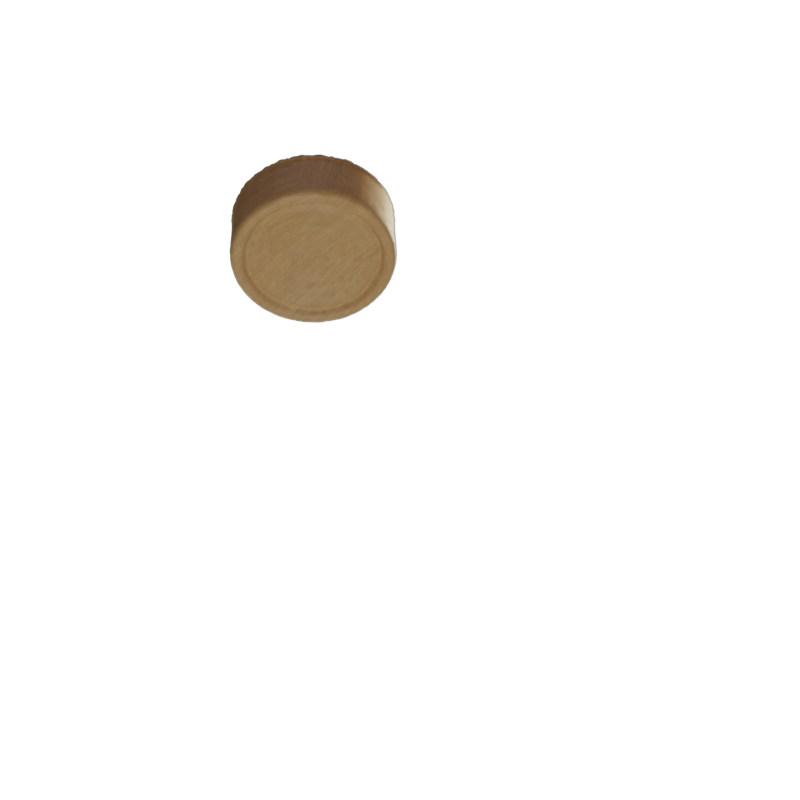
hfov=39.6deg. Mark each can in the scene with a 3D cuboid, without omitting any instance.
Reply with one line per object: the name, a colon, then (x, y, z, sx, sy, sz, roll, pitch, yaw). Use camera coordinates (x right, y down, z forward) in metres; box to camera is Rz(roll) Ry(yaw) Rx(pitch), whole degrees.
can: (-0.044, -0.081, 0.568, 0.086, 0.080, 0.036, 1, 41, -1)
